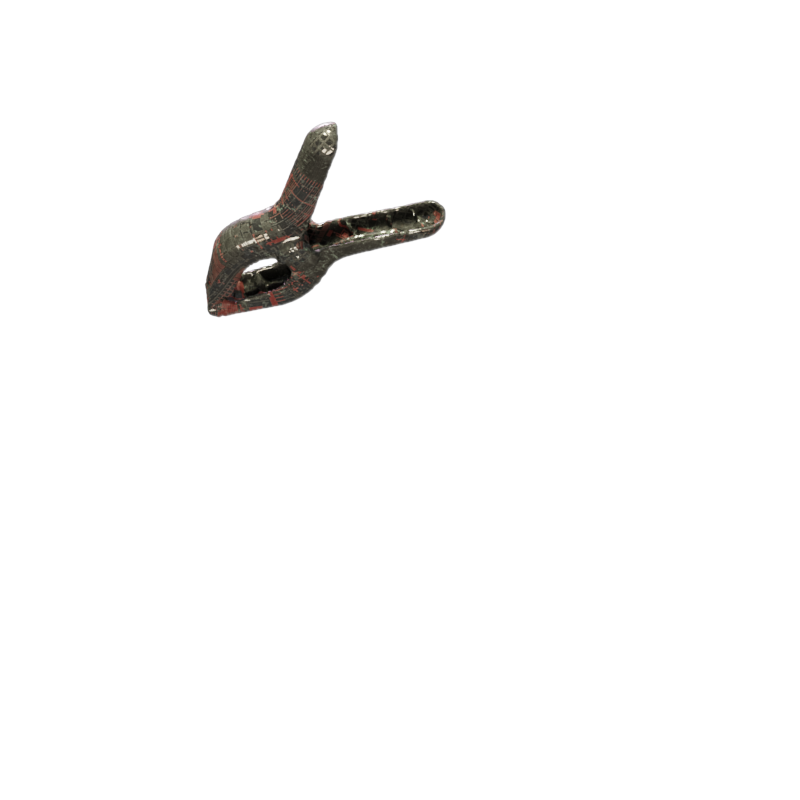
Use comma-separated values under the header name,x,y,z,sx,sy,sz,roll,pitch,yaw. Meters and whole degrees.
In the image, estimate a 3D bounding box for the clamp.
name,x,y,z,sx,sy,sz,roll,pitch,yaw
clamp,-0.057,-0.105,0.732,0.113,0.042,0.169,29,-48,-30
